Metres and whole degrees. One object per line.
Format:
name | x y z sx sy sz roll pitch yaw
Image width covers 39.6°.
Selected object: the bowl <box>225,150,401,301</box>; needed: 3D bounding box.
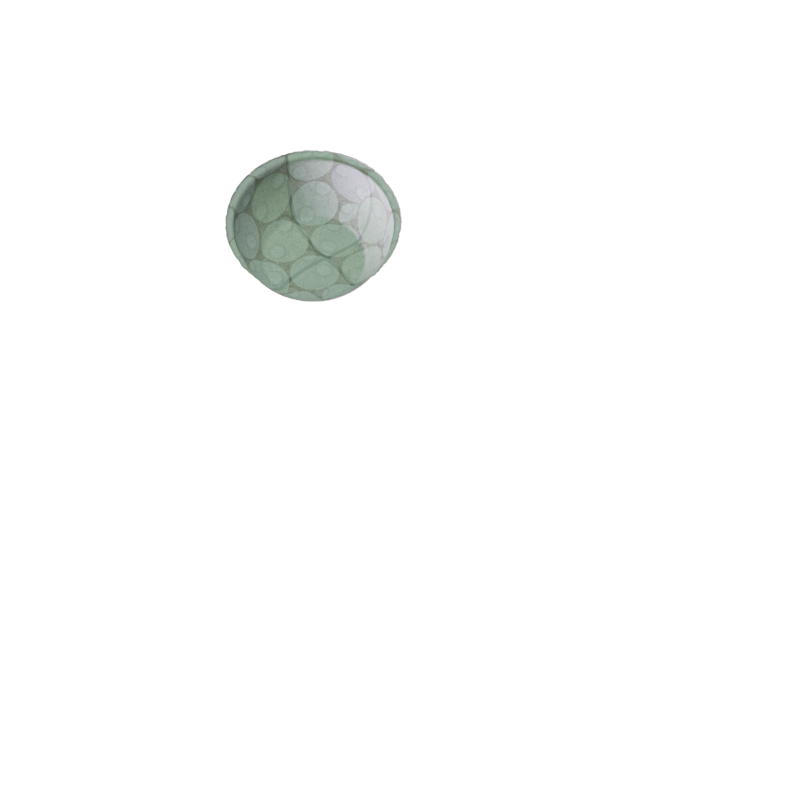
bowl | -0.078 -0.142 0.998 0.162 0.151 0.059 1 39 -1
